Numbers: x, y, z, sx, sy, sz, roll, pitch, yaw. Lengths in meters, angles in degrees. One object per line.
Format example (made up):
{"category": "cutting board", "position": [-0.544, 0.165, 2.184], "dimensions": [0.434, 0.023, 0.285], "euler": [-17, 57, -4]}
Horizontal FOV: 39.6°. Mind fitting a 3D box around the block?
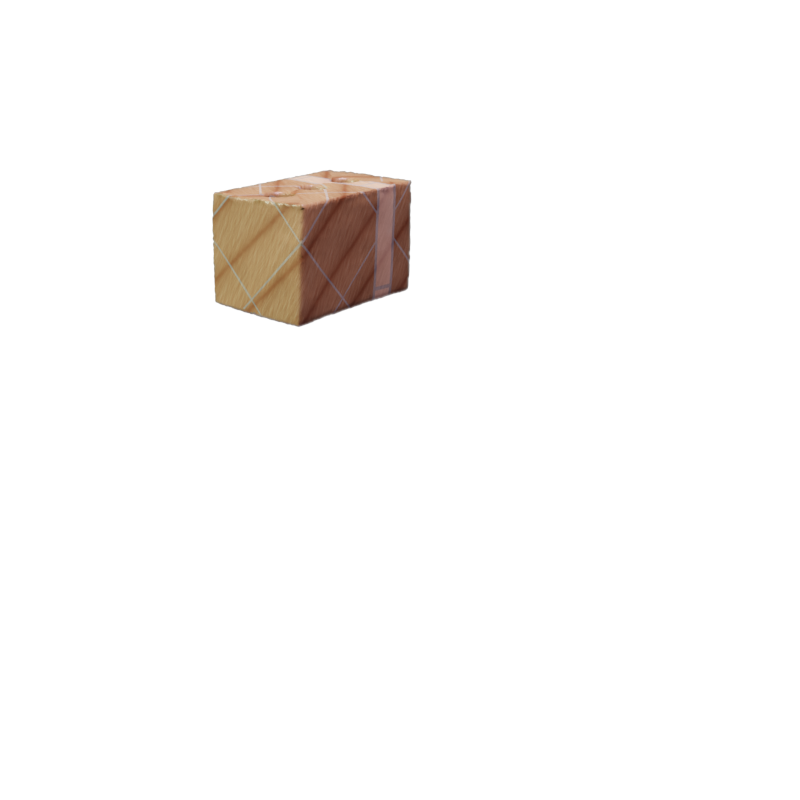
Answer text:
{"category": "block", "position": [-0.038, -0.070, 0.491], "dimensions": [0.055, 0.049, 0.077], "euler": [14, 23, 35]}
